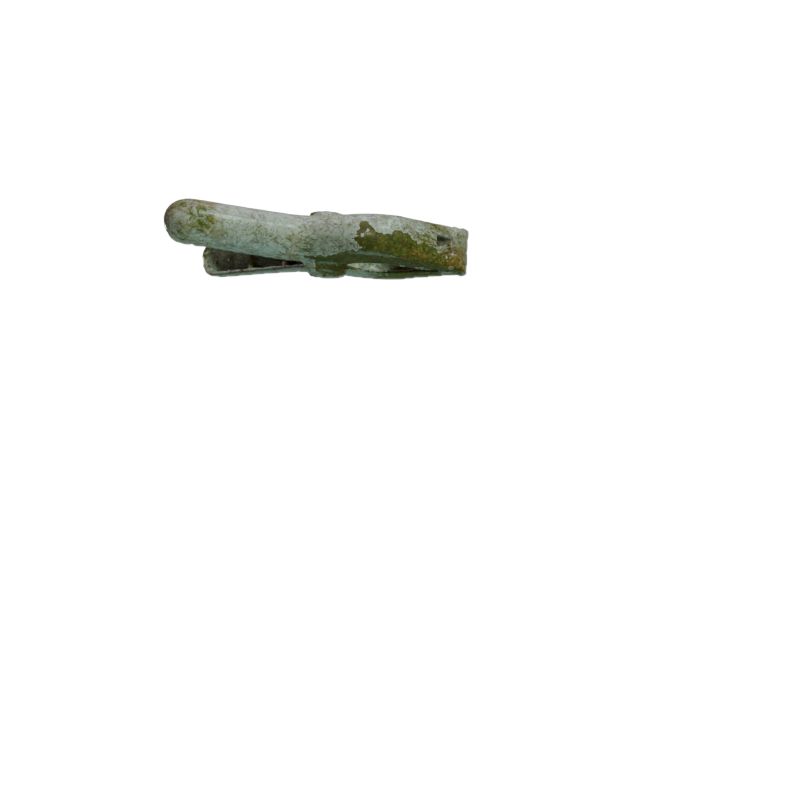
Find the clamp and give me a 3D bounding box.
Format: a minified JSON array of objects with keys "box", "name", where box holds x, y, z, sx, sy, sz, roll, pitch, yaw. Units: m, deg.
[{"box":[-0.050,-0.091,0.635,0.174,0.040,0.117,0,0,13],"name":"clamp"}]
